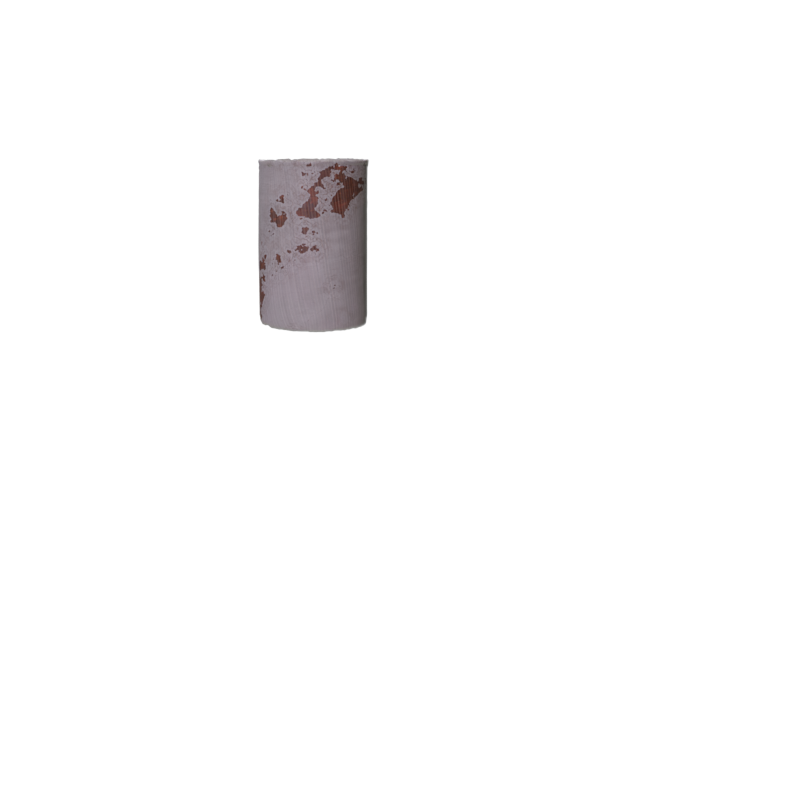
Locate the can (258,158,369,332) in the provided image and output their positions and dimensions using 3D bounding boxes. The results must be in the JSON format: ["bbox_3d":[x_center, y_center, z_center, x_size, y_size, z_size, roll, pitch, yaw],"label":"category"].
[{"bbox_3d":[-0.054,-0.098,0.683,0.068,0.101,0.070,0,7,-2],"label":"can"}]
